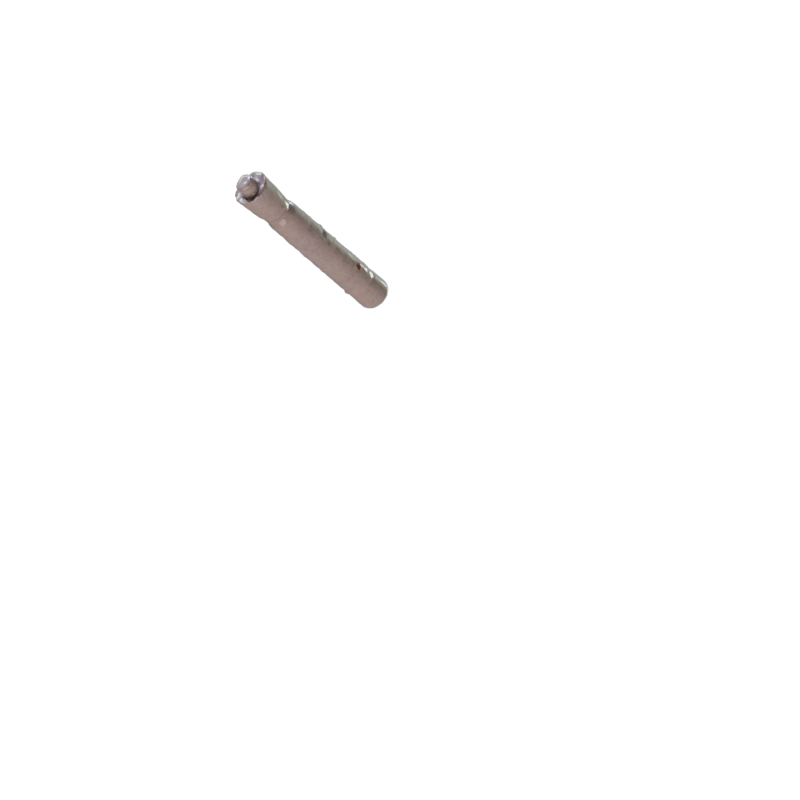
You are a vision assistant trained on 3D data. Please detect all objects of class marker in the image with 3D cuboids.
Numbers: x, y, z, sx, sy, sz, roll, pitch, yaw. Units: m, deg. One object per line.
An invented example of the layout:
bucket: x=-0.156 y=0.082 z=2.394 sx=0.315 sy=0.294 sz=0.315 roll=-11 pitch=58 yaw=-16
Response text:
marker: x=-0.045 y=-0.083 z=0.579 sx=0.021 sy=0.020 sz=0.112 roll=3 pitch=-23 yaw=39
